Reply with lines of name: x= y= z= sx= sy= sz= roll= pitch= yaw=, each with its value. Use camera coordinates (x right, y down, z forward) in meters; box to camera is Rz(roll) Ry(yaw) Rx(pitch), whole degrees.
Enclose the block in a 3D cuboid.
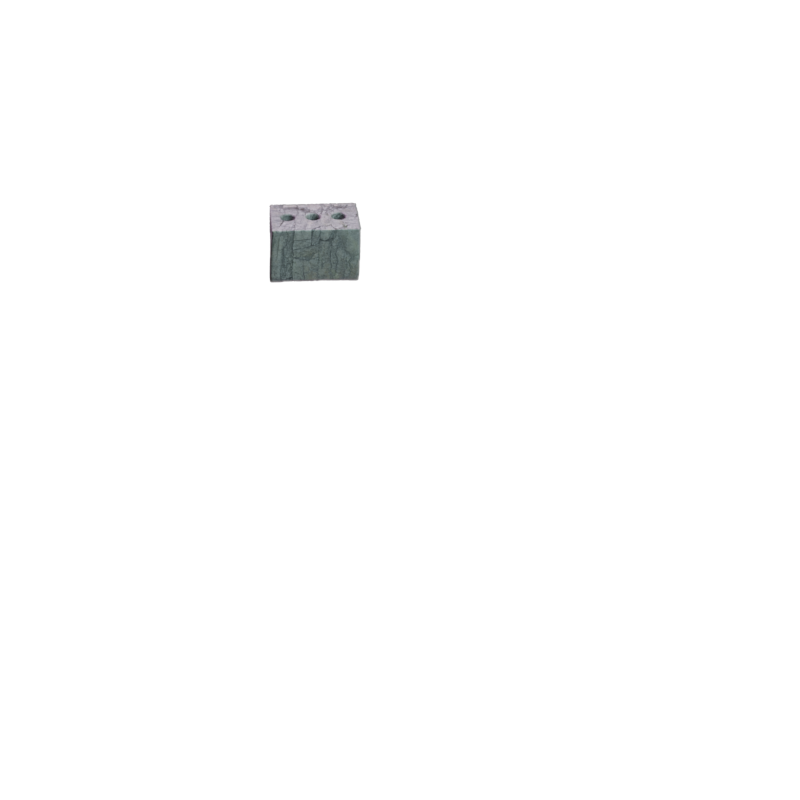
block: x=-0.075 y=-0.137 z=0.961 sx=0.077 sy=0.048 sz=0.056 roll=-2 pitch=33 yaw=-5
